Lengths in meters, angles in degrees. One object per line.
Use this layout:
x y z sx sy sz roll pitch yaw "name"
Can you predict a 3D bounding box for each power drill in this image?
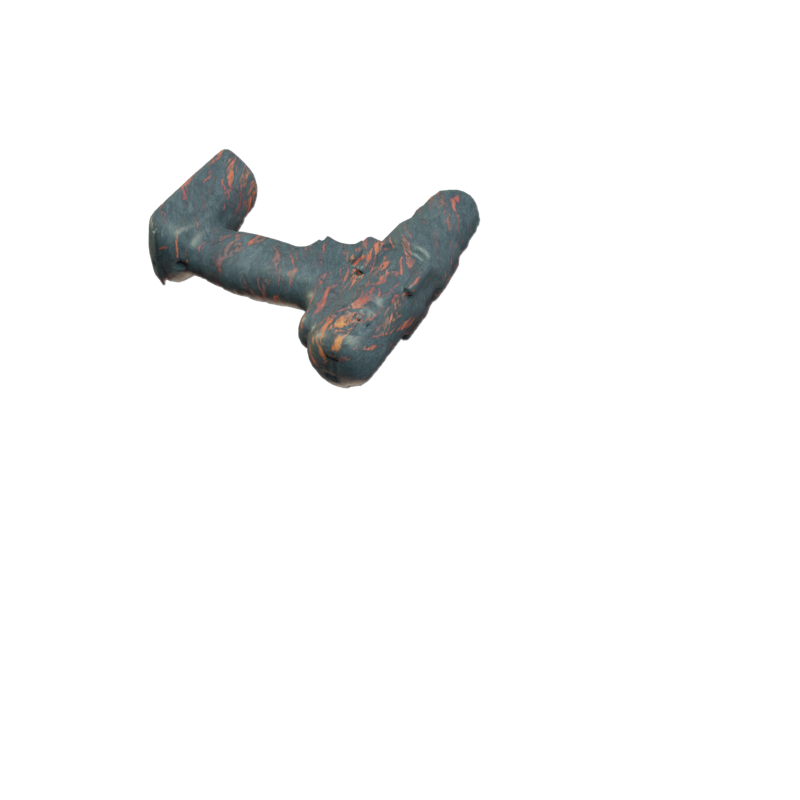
-0.058 -0.106 0.742 0.196 0.053 0.190 21 48 20 "power drill"
